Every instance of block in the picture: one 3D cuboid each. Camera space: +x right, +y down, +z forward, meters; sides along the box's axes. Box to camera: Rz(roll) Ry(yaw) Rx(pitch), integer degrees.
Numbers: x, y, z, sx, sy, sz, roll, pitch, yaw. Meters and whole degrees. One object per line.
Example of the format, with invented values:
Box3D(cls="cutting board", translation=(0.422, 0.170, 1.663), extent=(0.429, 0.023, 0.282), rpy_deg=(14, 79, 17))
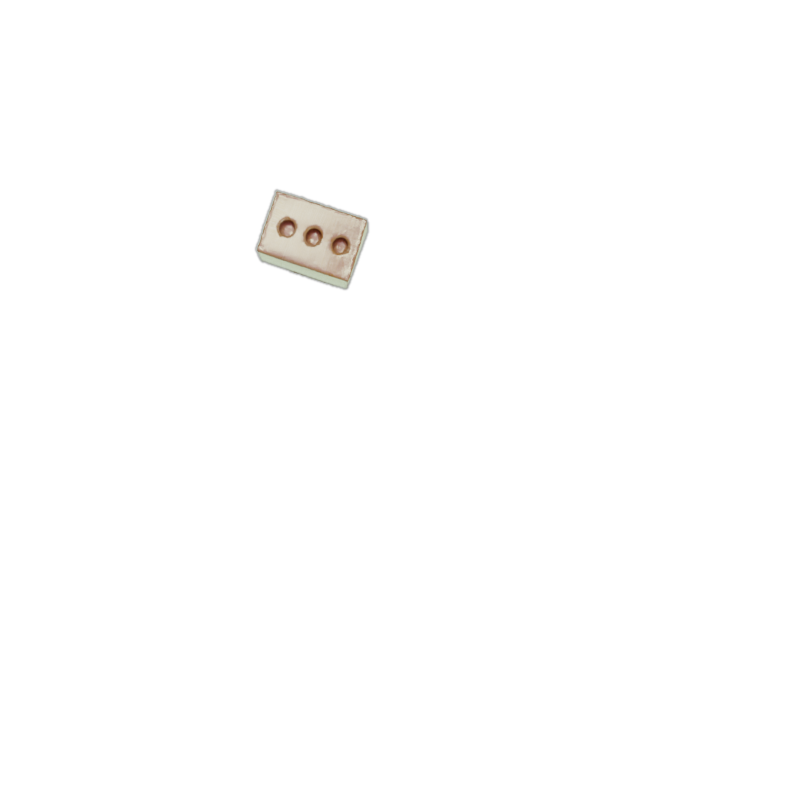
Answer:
Box3D(cls="block", translation=(-0.069, -0.126, 0.883), extent=(0.078, 0.054, 0.050), rpy_deg=(18, -7, 1))
